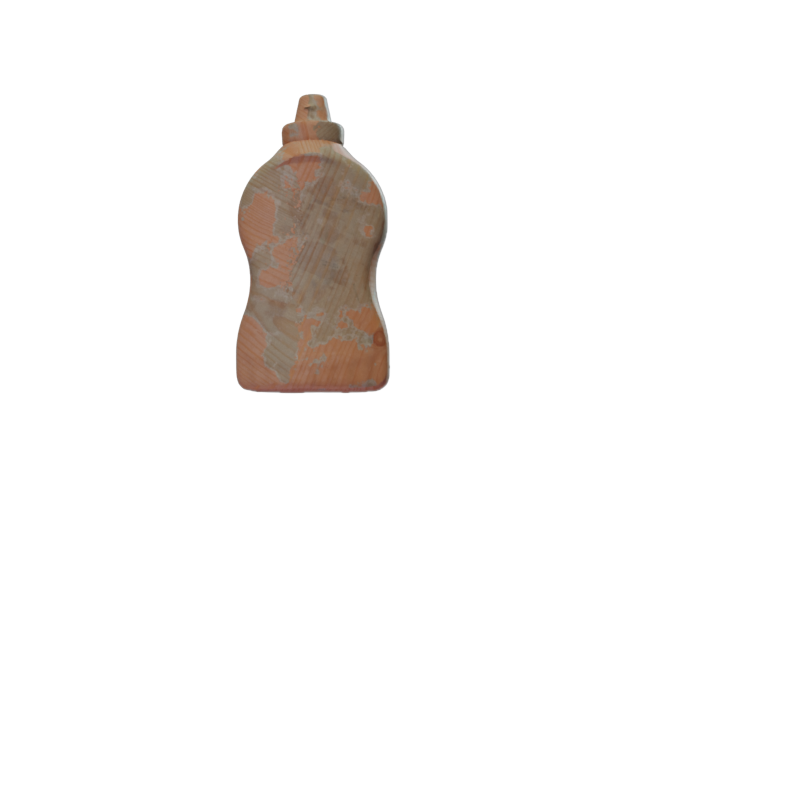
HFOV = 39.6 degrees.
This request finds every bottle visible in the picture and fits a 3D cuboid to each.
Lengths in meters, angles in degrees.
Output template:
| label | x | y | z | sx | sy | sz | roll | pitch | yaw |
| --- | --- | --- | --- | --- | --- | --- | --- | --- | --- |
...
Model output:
| label | x | y | z | sx | sy | sz | roll | pitch | yaw |
| --- | --- | --- | --- | --- | --- | --- | --- | --- | --- |
| bottle | -0.056 | -0.102 | 0.712 | 0.097 | 0.196 | 0.057 | -1 | -9 | 6 |
